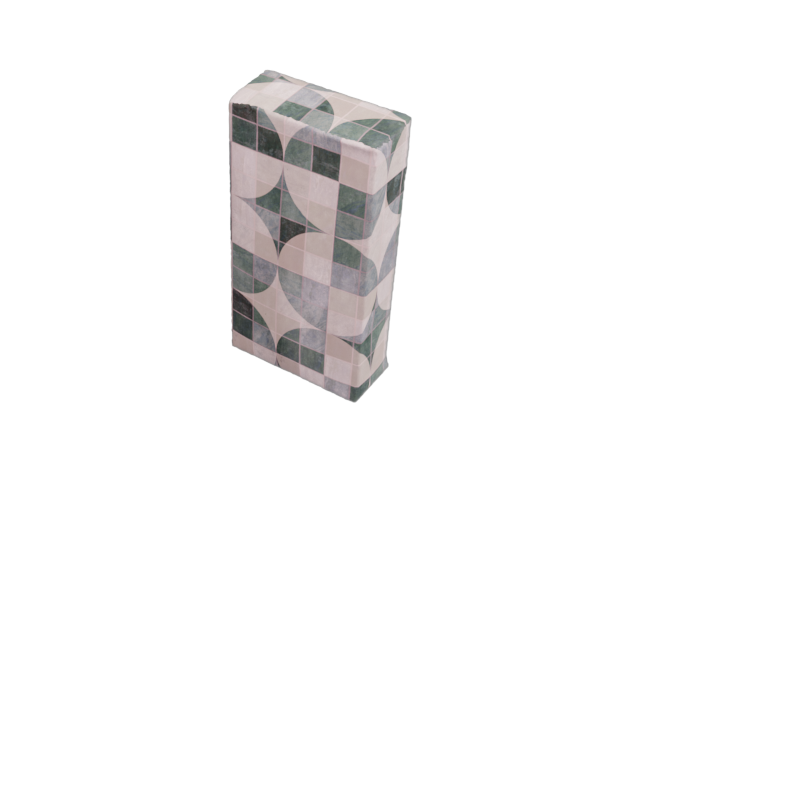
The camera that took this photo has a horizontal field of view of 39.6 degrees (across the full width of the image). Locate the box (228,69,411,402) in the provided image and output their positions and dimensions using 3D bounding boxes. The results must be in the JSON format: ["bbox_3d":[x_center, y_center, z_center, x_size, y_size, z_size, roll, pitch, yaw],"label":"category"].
[{"bbox_3d":[-0.049,-0.089,0.624,0.098,0.164,0.049,24,46,22],"label":"box"}]
